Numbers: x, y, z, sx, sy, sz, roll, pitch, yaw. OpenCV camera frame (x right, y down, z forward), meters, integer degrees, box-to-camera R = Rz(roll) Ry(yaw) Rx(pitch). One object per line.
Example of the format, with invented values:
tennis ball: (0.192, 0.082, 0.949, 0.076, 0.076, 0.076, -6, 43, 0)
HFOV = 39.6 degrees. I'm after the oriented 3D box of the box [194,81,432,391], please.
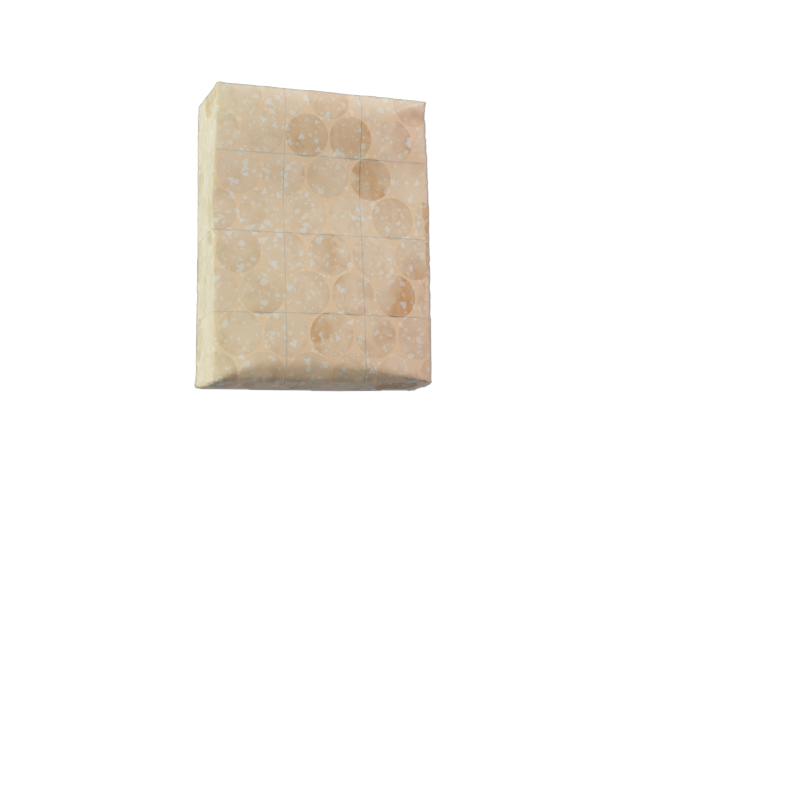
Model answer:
box: (-0.063, -0.115, 0.805, 0.160, 0.219, 0.072, 2, -10, -18)
